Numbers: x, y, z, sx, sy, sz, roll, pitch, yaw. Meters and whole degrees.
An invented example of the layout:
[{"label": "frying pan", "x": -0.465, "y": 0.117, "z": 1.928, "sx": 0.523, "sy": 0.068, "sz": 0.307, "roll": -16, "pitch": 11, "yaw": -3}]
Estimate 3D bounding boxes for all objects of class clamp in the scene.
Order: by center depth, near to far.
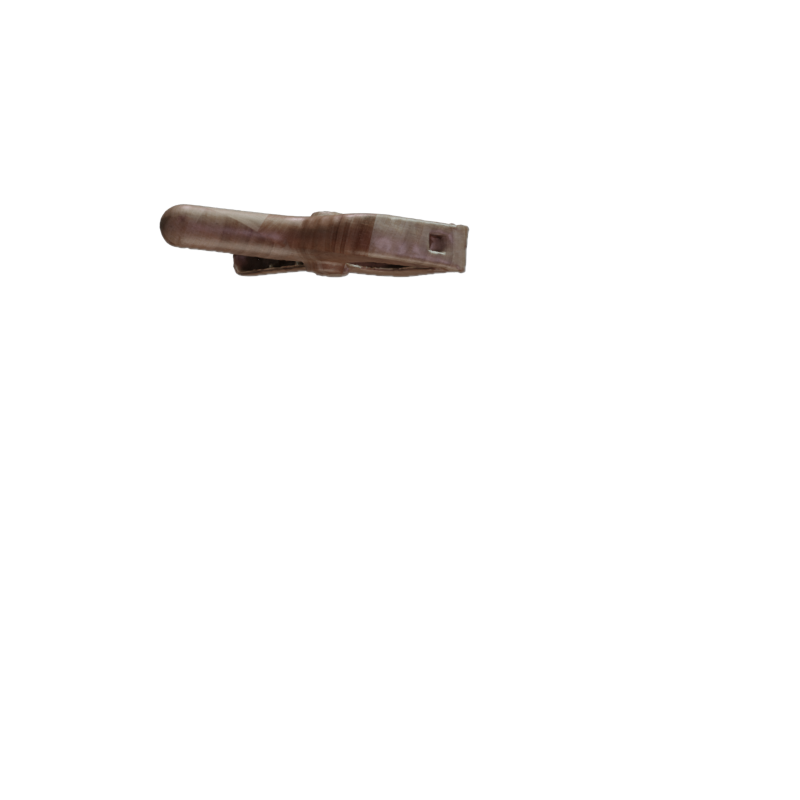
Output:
[{"label": "clamp", "x": -0.050, "y": -0.092, "z": 0.643, "sx": 0.177, "sy": 0.039, "sz": 0.116, "roll": 1, "pitch": 1, "yaw": 26}]
